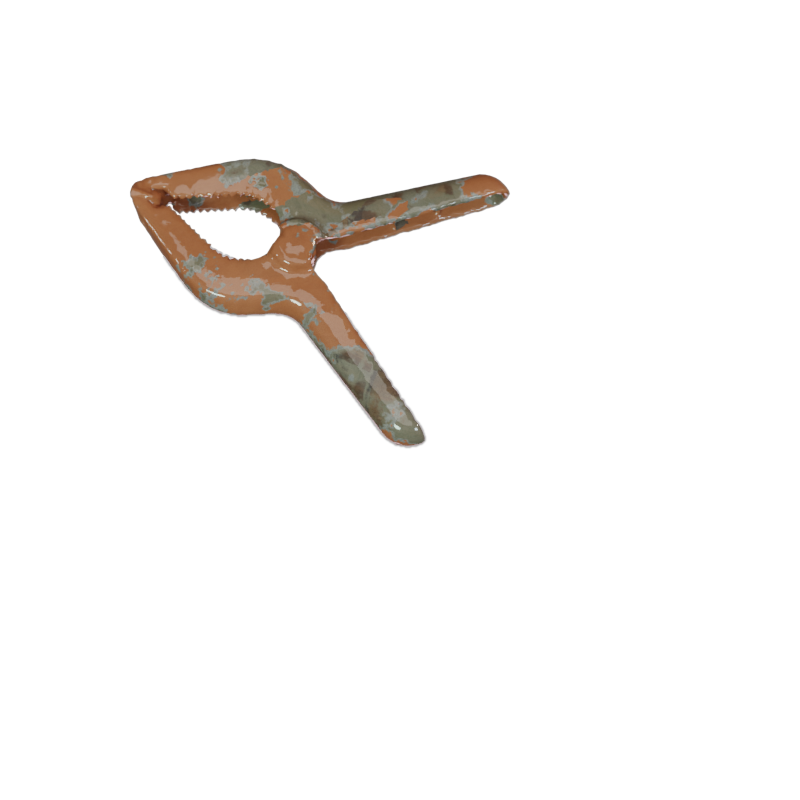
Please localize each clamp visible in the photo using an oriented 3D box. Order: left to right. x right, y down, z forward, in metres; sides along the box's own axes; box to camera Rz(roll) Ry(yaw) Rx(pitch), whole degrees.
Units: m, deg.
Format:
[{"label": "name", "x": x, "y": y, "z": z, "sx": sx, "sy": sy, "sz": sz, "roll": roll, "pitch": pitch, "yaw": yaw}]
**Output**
[{"label": "clamp", "x": -0.049, "y": -0.090, "z": 0.629, "sx": 0.215, "sy": 0.169, "sz": 0.035, "roll": 25, "pitch": -20, "yaw": 10}]
